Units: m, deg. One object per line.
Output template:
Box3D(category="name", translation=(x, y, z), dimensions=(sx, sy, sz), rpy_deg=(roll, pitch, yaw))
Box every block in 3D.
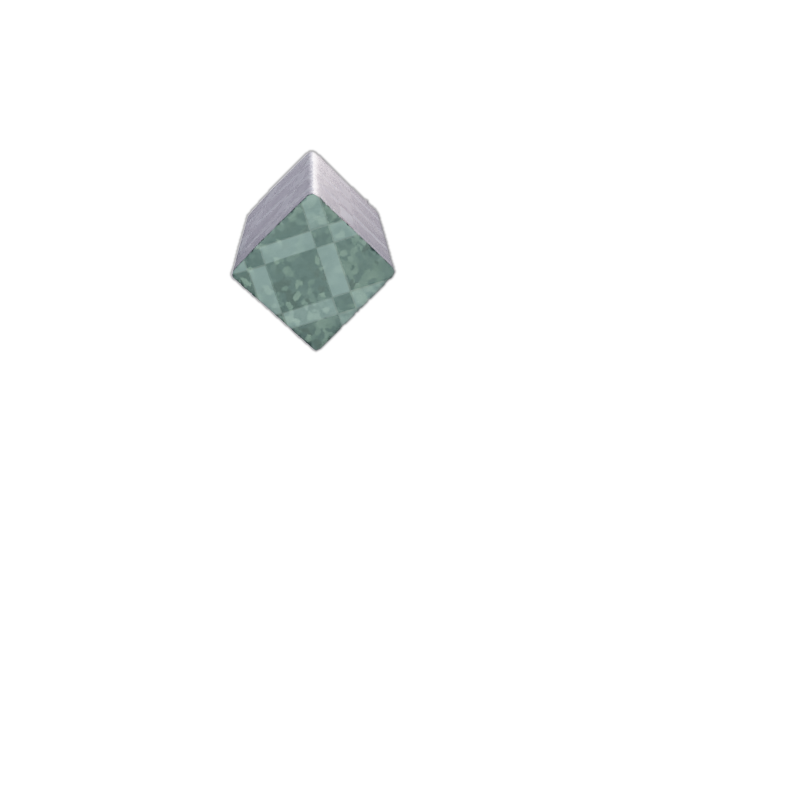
Box3D(category="block", translation=(-0.072, -0.132, 0.918), dimensions=(0.088, 0.089, 0.215), rpy_deg=(42, 12, -16))
